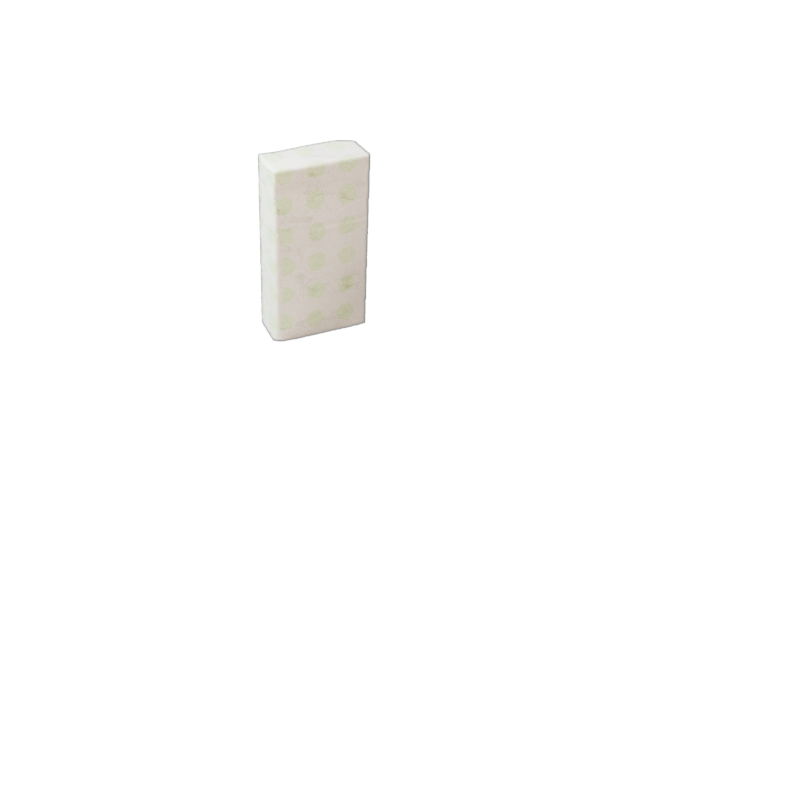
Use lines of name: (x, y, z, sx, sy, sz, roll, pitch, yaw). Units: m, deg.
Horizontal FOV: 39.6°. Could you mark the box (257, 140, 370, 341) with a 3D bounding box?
box: (-0.078, -0.142, 0.993, 0.092, 0.166, 0.052, -12, 32, -22)
